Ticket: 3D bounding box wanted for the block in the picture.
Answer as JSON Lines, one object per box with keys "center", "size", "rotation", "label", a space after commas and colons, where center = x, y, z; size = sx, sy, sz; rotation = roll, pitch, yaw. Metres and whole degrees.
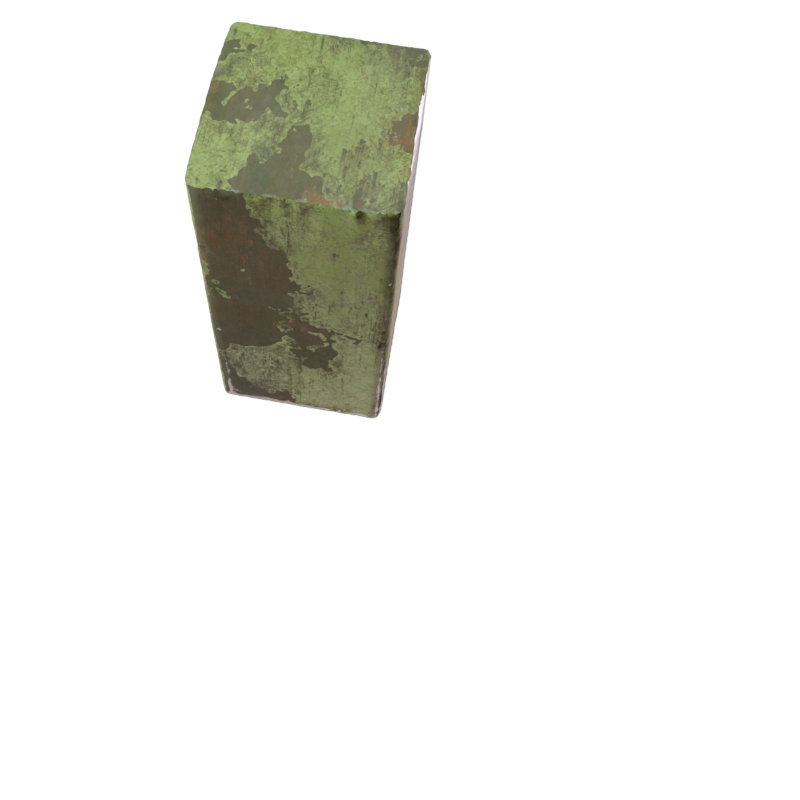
{"center": [-0.043, -0.077, 0.543], "size": [0.091, 0.095, 0.194], "rotation": [10, -26, 1], "label": "block"}
